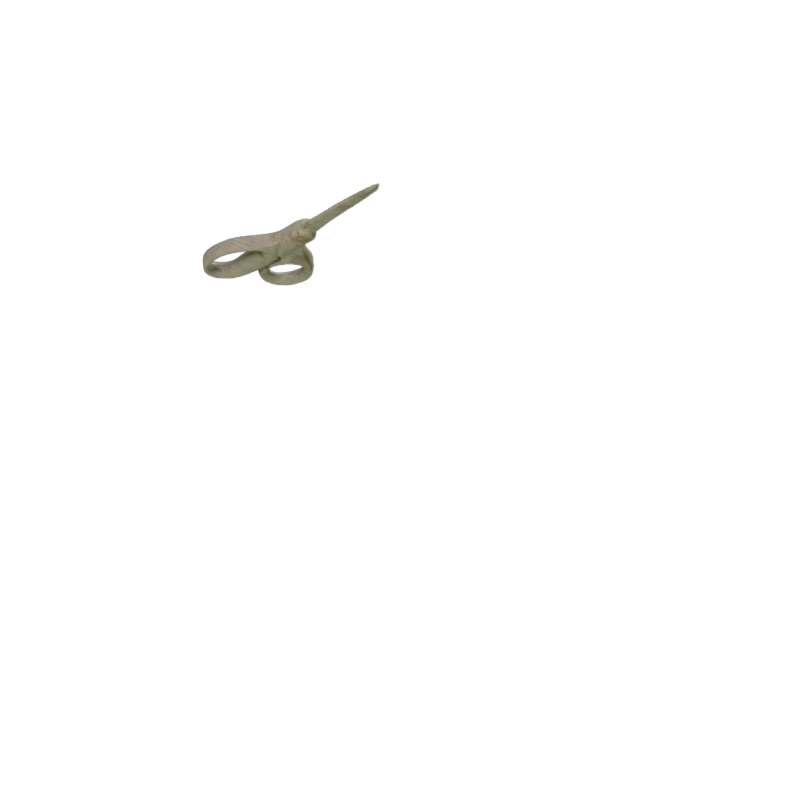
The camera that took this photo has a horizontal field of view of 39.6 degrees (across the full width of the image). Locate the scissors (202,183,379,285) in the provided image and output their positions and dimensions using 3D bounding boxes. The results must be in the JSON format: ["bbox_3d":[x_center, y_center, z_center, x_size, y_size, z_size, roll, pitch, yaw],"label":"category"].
[{"bbox_3d":[-0.066,-0.120,0.839,0.205,0.016,0.090,-12,-19,38],"label":"scissors"}]
